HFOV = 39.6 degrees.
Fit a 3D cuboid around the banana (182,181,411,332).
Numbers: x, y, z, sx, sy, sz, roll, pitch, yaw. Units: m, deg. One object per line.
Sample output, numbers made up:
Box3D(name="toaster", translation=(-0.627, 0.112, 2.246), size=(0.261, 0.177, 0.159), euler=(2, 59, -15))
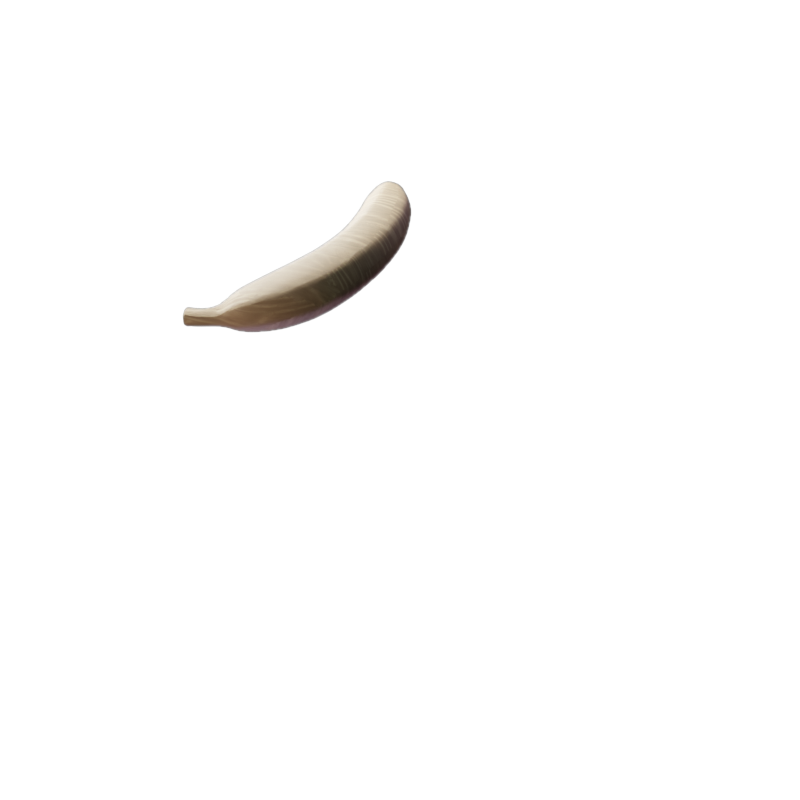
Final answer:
Box3D(name="banana", translation=(-0.044, -0.091, 0.697), size=(0.074, 0.034, 0.199), euler=(27, 45, 30))
